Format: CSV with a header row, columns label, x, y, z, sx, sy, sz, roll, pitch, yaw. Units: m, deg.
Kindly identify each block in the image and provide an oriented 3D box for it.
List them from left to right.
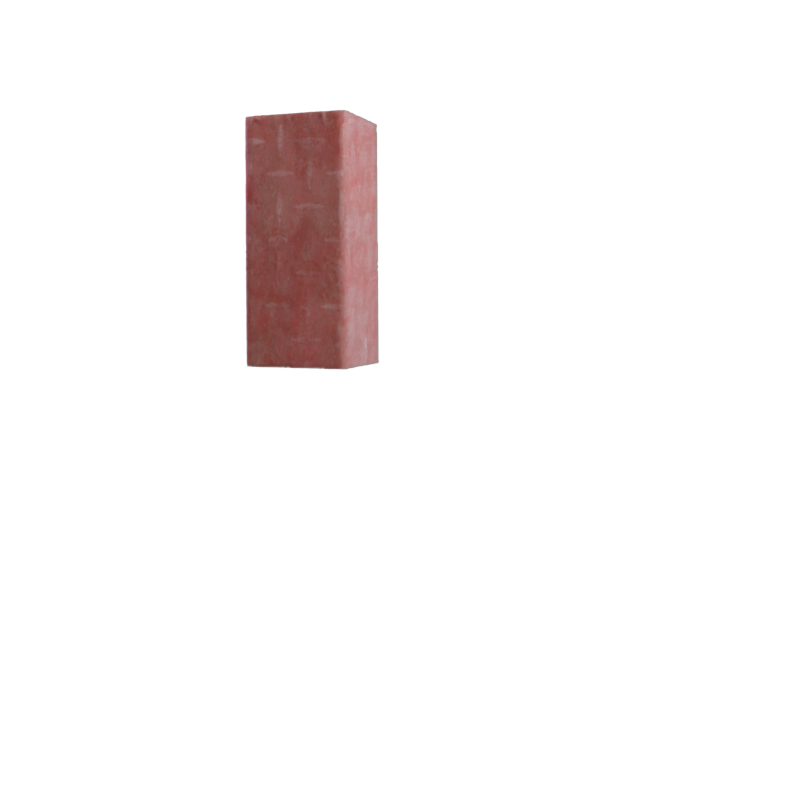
label,x,y,z,sx,sy,sz,roll,pitch,yaw
block,-0.073,-0.133,0.932,0.093,0.207,0.088,0,-1,19
